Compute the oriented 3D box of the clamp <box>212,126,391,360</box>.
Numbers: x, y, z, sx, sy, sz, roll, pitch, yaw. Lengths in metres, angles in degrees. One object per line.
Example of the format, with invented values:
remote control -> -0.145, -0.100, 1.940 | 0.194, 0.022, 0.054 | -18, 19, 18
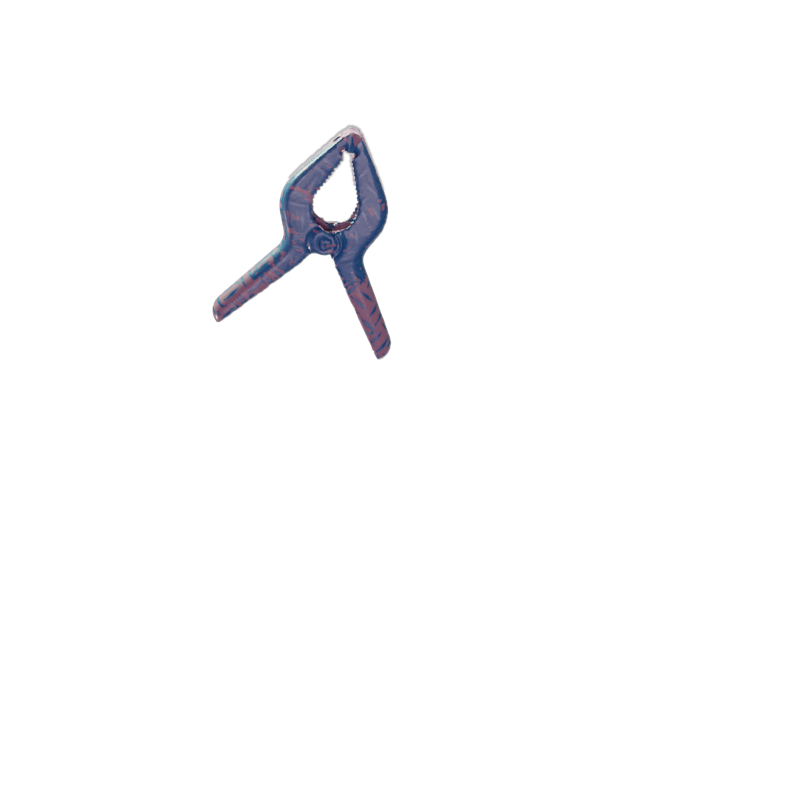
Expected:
clamp -> -0.077, -0.140, 0.978 | 0.164, 0.201, 0.038 | 8, 21, -3
